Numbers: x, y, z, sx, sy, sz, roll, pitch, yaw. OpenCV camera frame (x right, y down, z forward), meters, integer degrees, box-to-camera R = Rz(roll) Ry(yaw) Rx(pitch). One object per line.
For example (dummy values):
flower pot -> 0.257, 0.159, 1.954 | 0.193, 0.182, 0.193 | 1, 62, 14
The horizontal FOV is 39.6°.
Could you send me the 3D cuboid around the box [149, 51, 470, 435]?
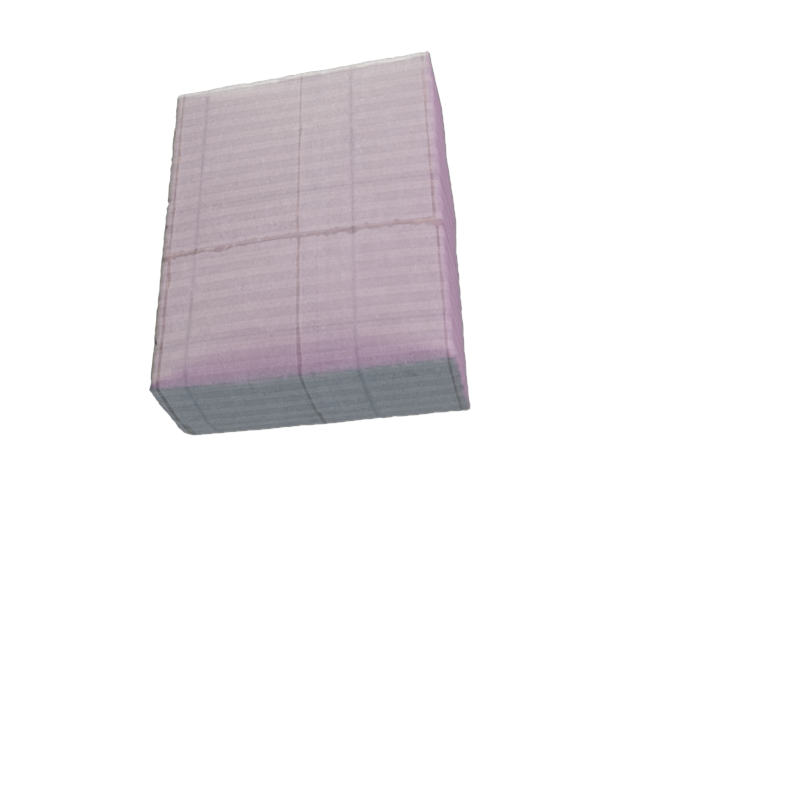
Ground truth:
box -> -0.051, -0.093, 0.649 | 0.166, 0.228, 0.066 | -8, -33, 9
